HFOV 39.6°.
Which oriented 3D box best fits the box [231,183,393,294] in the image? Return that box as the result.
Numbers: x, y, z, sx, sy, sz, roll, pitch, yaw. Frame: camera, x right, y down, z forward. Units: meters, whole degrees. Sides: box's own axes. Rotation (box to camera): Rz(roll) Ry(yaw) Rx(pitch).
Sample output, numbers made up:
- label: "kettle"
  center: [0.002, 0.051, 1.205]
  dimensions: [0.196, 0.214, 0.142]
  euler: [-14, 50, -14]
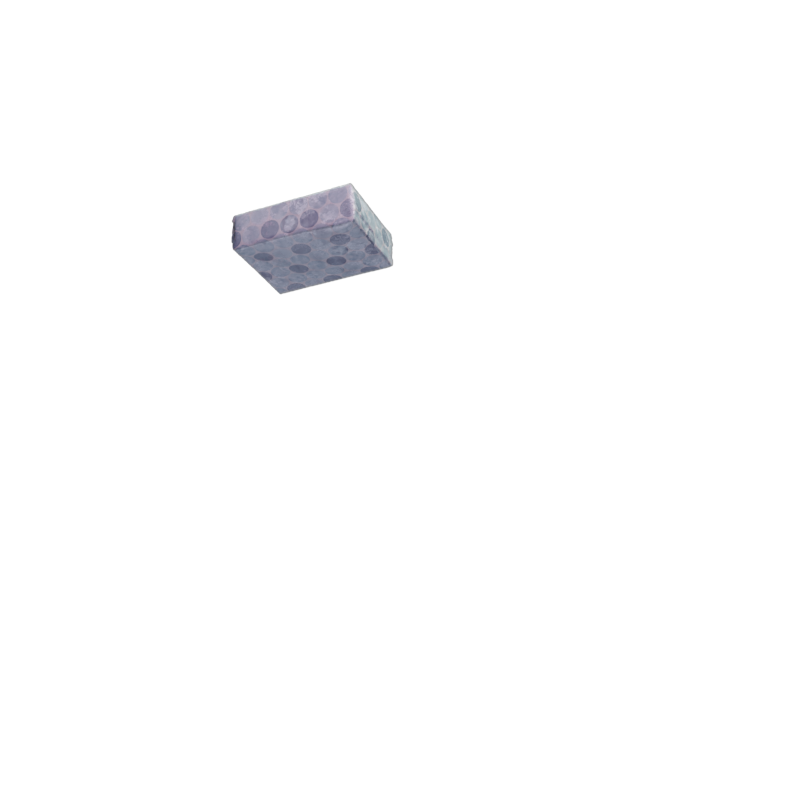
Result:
- label: "box"
  center: [-0.074, -0.135, 0.942]
  dimensions: [0.115, 0.041, 0.083]
  euler: [-10, -26, 21]
